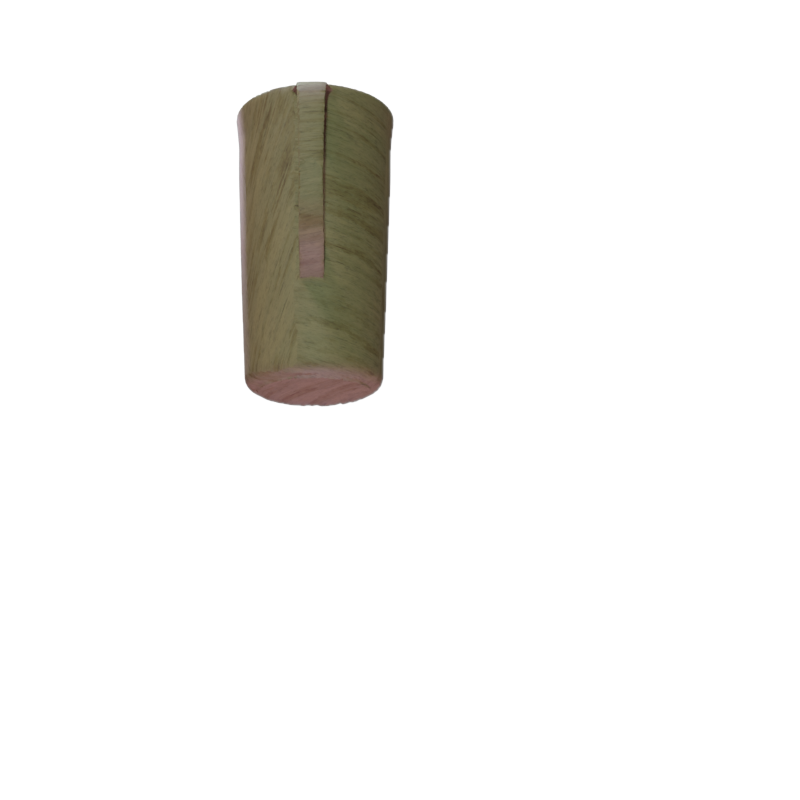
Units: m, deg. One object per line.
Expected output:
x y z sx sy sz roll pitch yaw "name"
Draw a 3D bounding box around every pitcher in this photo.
-0.070 -0.127 0.892 0.147 0.255 0.140 -18 -26 40 "pitcher"
